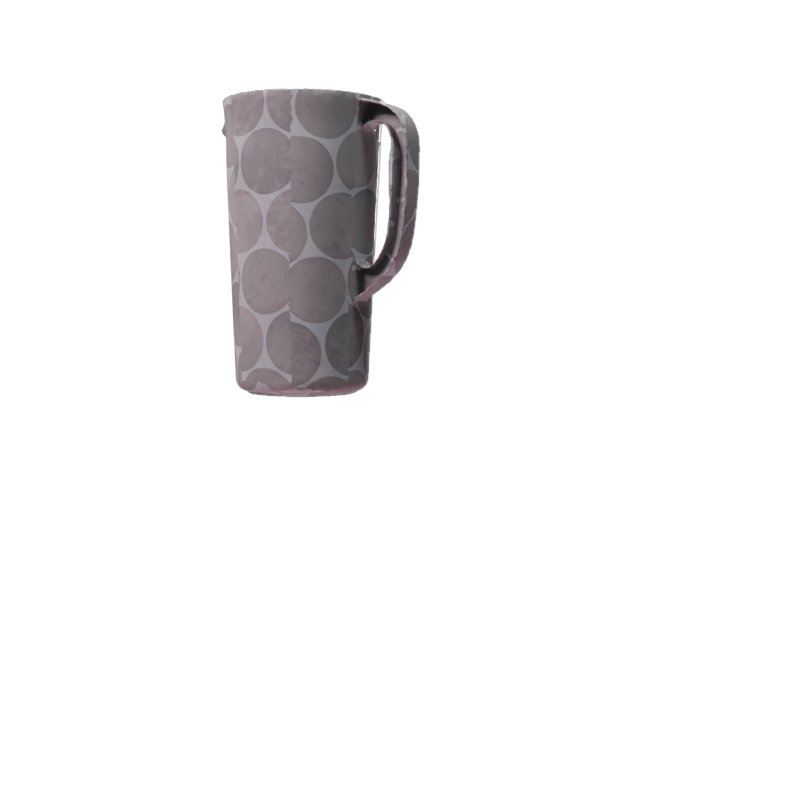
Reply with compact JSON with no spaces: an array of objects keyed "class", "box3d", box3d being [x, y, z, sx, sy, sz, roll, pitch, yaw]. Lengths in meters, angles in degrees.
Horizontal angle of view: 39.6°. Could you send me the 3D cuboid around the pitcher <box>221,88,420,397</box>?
[{"class":"pitcher","box3d":[-0.070,-0.128,0.895,0.143,0.244,0.151,0,0,-12]}]
